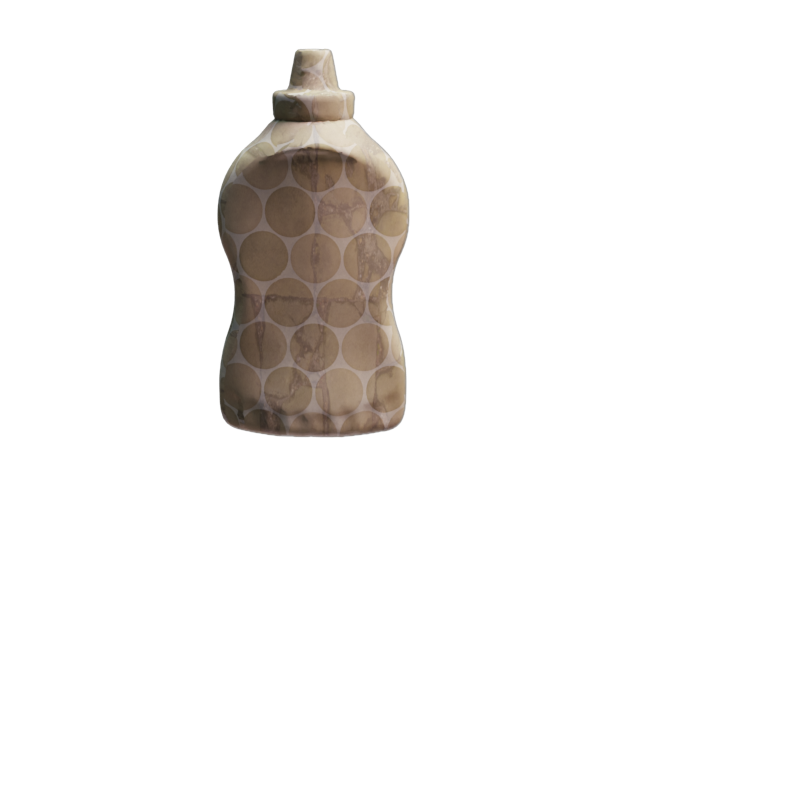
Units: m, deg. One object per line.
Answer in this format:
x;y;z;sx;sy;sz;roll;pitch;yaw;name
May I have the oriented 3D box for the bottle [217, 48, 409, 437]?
-0.044;-0.080;0.561;0.096;0.186;0.060;1;13;2;bottle
